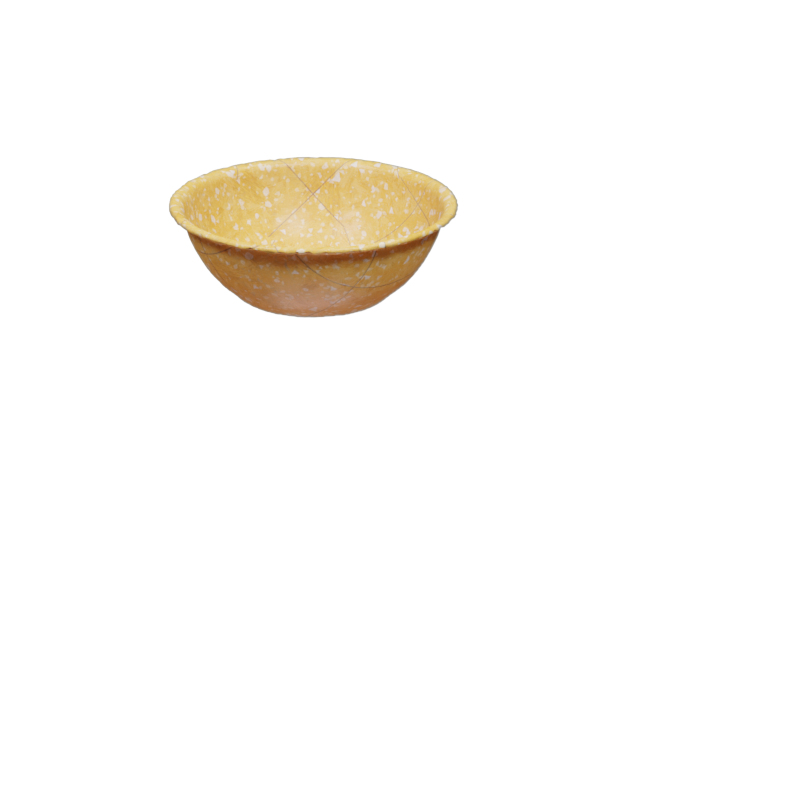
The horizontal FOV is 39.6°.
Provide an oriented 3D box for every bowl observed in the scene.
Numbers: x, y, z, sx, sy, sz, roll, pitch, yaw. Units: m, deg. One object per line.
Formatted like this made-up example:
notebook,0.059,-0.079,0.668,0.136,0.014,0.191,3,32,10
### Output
bowl,-0.049,-0.090,0.632,0.162,0.052,0.171,-1,27,-2
